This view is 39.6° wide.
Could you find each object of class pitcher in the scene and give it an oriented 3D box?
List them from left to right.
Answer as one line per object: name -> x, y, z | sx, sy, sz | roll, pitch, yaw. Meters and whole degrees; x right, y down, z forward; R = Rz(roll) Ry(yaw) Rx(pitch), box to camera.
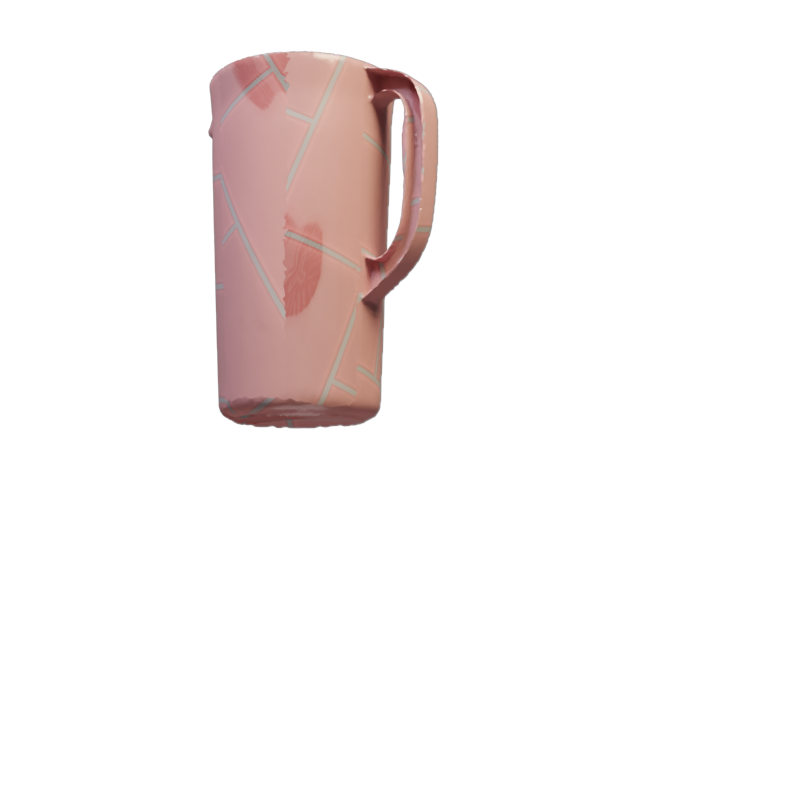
pitcher -> -0.059, -0.108, 0.755 | 0.143, 0.251, 0.147 | 2, -12, -12
